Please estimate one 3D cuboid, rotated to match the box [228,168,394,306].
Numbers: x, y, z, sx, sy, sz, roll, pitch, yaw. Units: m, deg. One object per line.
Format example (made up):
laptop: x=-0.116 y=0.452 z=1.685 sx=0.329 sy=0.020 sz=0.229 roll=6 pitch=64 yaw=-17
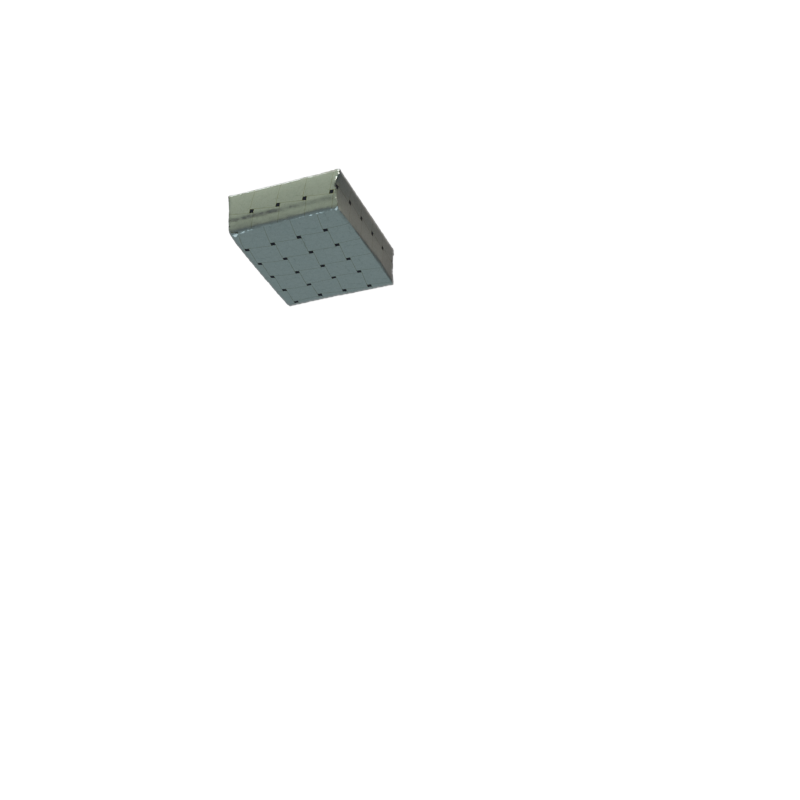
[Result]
box: x=-0.065 y=-0.118 z=0.824 sx=0.091 sy=0.041 sz=0.105 roll=-11 pitch=-29 yaw=19
